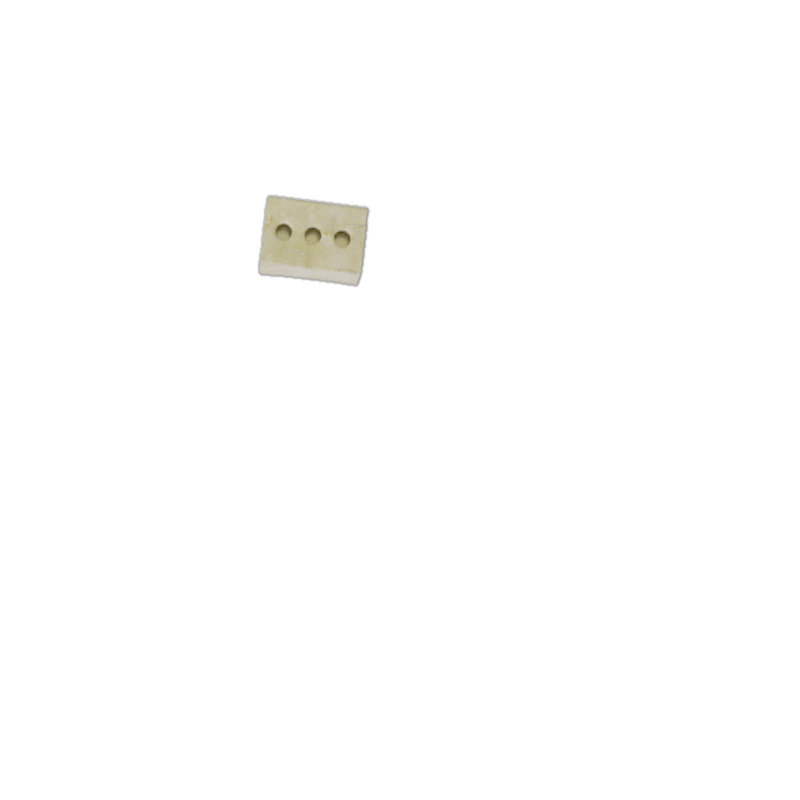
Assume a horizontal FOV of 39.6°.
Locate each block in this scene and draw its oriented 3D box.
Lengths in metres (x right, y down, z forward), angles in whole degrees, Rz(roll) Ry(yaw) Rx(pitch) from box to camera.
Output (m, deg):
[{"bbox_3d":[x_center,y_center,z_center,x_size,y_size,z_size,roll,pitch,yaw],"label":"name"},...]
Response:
[{"bbox_3d":[-0.066,-0.120,0.838,0.078,0.054,0.050,6,-9,0],"label":"block"}]
